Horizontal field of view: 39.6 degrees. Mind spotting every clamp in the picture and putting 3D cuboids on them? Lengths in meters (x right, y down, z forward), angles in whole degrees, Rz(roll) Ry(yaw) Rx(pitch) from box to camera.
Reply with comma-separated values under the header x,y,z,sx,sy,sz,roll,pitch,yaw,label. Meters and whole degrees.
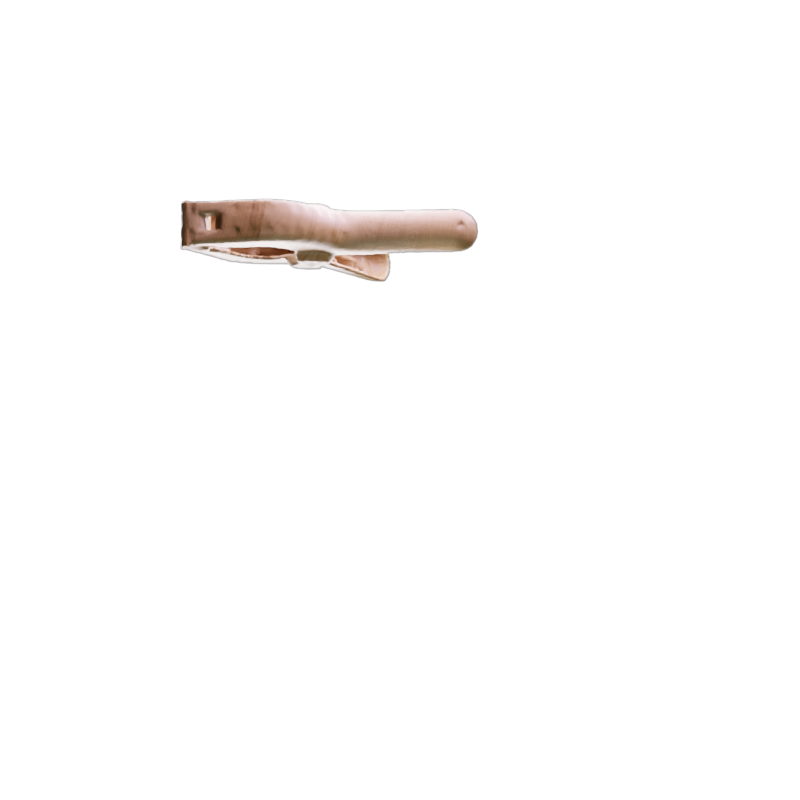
x,y,z,sx,sy,sz,roll,pitch,yaw,label
-0.053,-0.096,0.675,0.167,0.041,0.118,4,-13,-17,clamp
